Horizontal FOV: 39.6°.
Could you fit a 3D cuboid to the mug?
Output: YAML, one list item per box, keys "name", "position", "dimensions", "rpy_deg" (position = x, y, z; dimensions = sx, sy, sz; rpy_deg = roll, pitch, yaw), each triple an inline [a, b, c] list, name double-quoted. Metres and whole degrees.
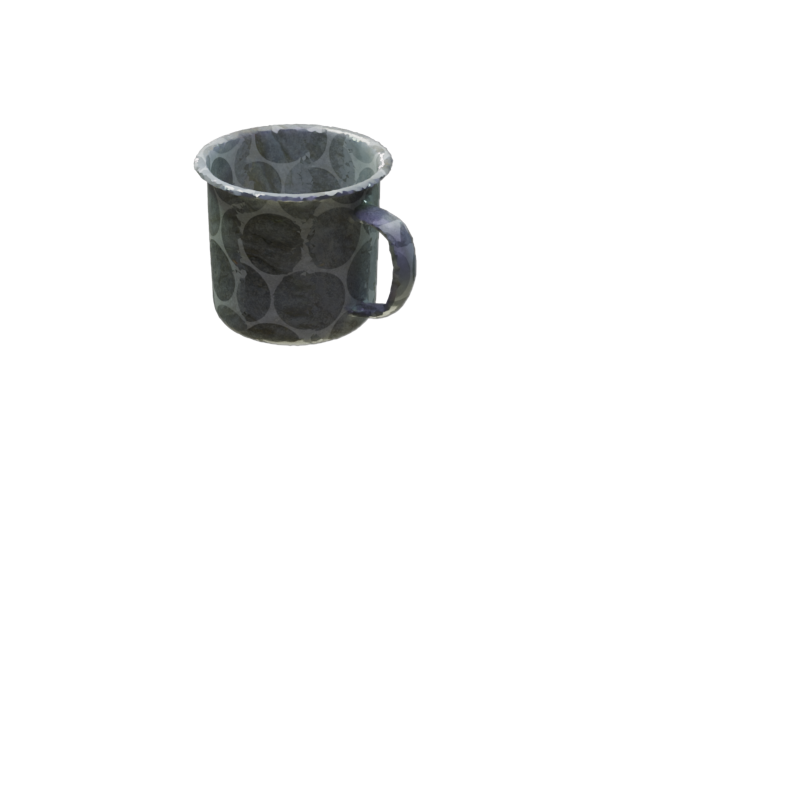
- name: "mug"
  position: [-0.041, -0.076, 0.530]
  dimensions: [0.124, 0.077, 0.093]
  rpy_deg: [22, 36, 31]
